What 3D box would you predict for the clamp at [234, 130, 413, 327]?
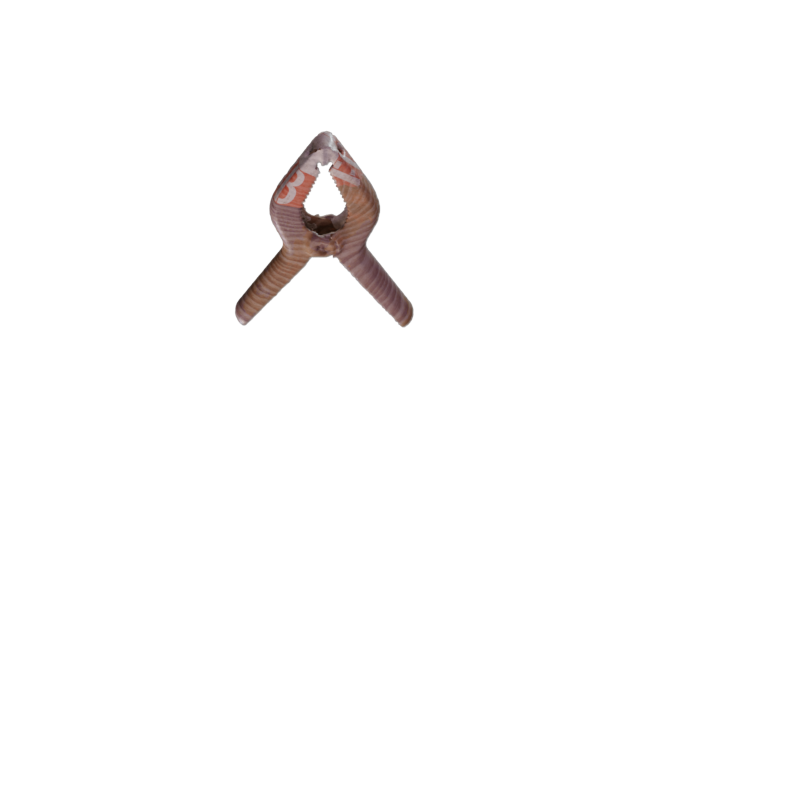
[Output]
[{"bbox_3d":[-0.077,-0.140,0.978,0.165,0.195,0.039,-4,41,3],"label":"clamp"}]
